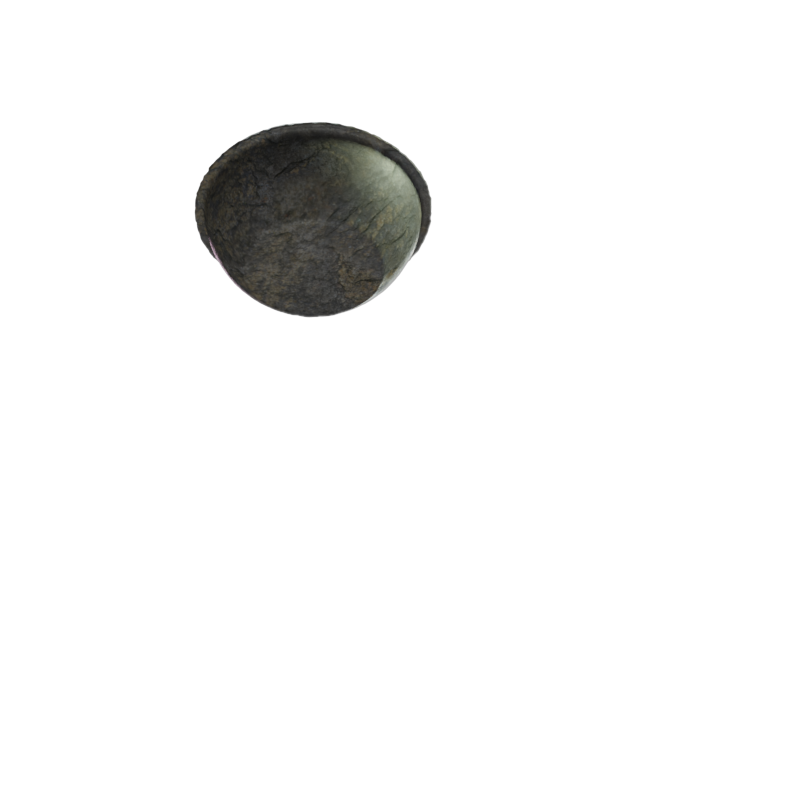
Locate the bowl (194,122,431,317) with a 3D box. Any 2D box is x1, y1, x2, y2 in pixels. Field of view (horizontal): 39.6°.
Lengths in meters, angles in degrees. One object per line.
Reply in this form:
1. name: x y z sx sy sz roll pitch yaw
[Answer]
1. bowl: -0.058 -0.105 0.738 0.162 0.059 0.151 1 -41 -1
